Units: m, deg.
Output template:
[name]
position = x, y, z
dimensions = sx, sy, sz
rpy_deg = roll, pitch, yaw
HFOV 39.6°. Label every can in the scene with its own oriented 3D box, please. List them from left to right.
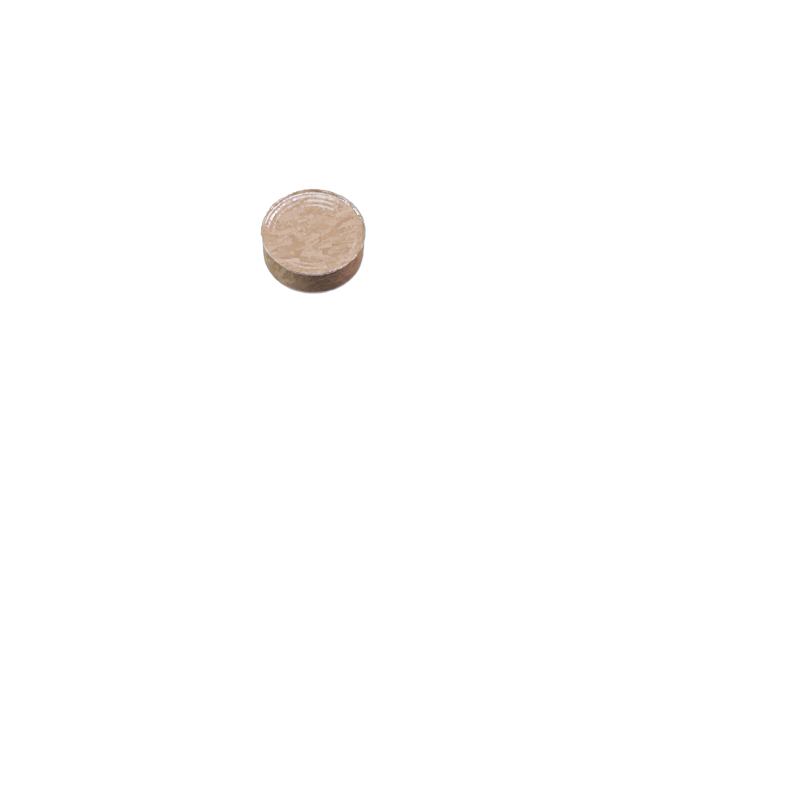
[can]
position = -0.072, -0.131, 0.919
dimensions = 0.086, 0.092, 0.031
rpy_deg = -1, -32, -1
